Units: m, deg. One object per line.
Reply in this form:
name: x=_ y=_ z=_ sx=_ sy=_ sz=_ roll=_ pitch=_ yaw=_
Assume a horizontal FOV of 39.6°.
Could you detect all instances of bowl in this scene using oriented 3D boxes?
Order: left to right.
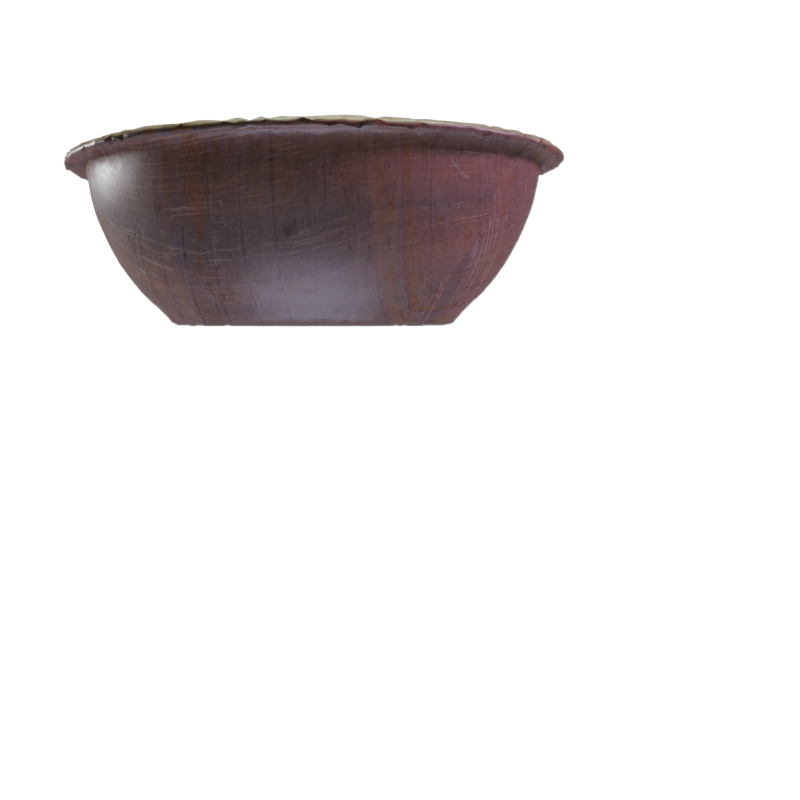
bowl: x=-0.029 y=-0.052 z=0.365 sx=0.162 sy=0.055 sz=0.162 roll=0 pitch=3 yaw=-2
